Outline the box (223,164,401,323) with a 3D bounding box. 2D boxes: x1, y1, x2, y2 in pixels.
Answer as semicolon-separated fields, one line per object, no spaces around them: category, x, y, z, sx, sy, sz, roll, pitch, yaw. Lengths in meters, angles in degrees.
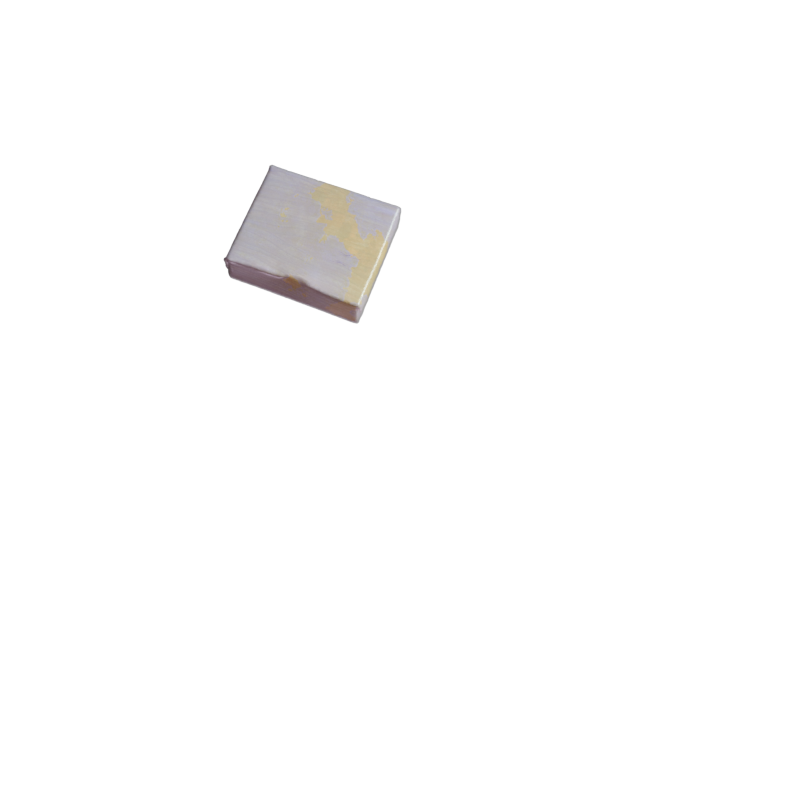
box;-0.054;-0.097;0.682;0.091;0.076;0.028;20;-24;9
